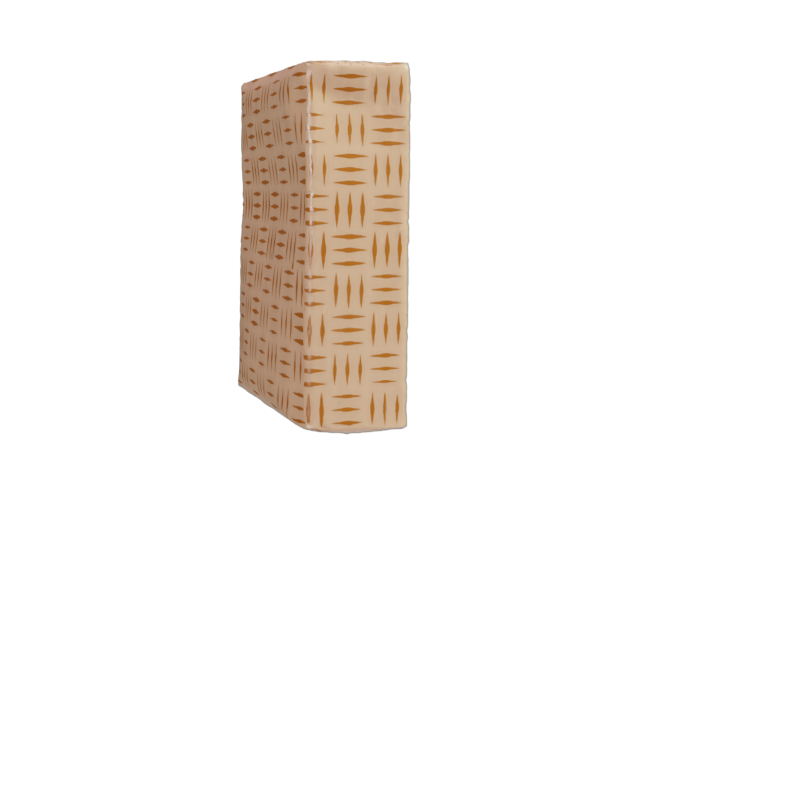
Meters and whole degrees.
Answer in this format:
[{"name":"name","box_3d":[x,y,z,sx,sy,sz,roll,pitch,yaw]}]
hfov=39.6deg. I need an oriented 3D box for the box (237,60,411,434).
[{"name":"box","box_3d":[-0.055,-0.100,0.702,0.070,0.212,0.170,-1,6,-21]}]
